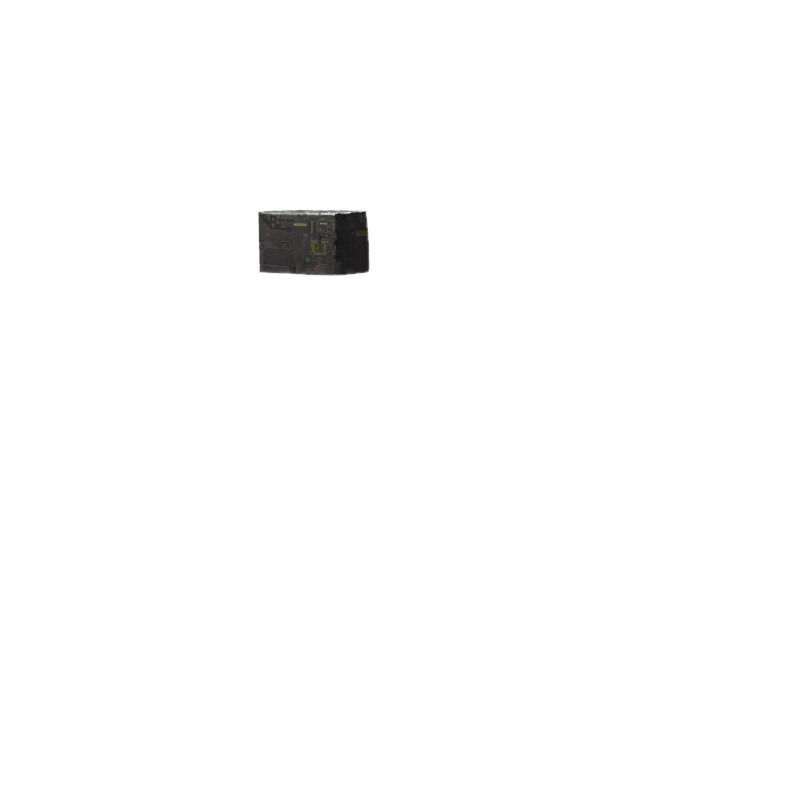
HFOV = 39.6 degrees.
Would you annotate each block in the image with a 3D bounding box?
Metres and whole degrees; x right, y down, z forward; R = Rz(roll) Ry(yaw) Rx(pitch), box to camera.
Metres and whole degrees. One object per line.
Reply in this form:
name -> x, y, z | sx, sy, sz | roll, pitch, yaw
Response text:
block -> -0.071, -0.130, 0.911 | 0.081, 0.051, 0.051 | 5, 8, 30
